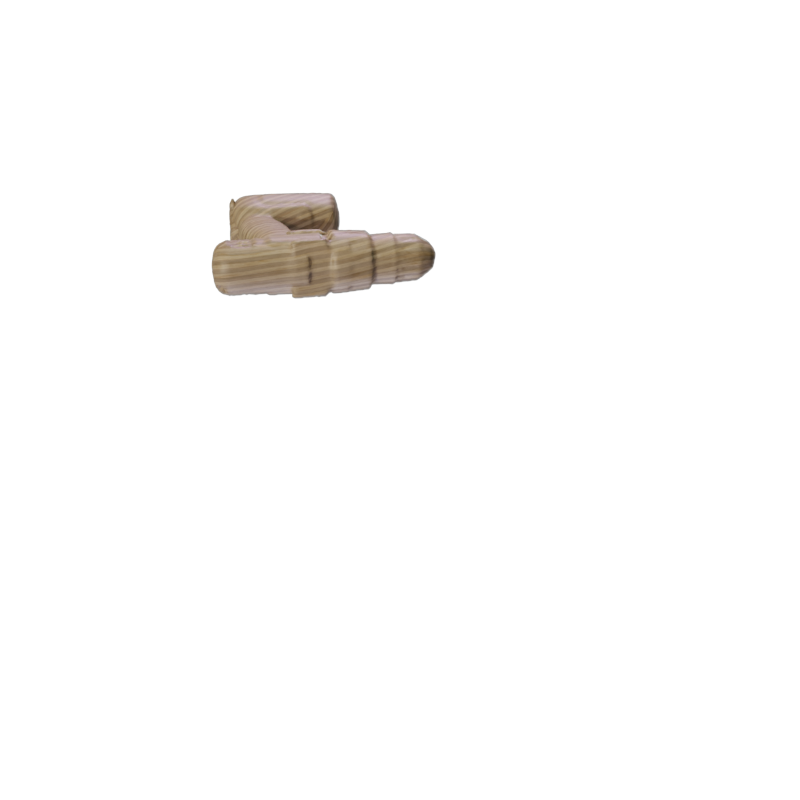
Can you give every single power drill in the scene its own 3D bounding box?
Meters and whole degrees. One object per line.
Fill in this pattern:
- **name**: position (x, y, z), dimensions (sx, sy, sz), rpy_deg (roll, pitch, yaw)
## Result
- **power drill**: position (-0.076, -0.139, 0.976), dimensions (0.182, 0.055, 0.197), rpy_deg (-3, 20, -9)
